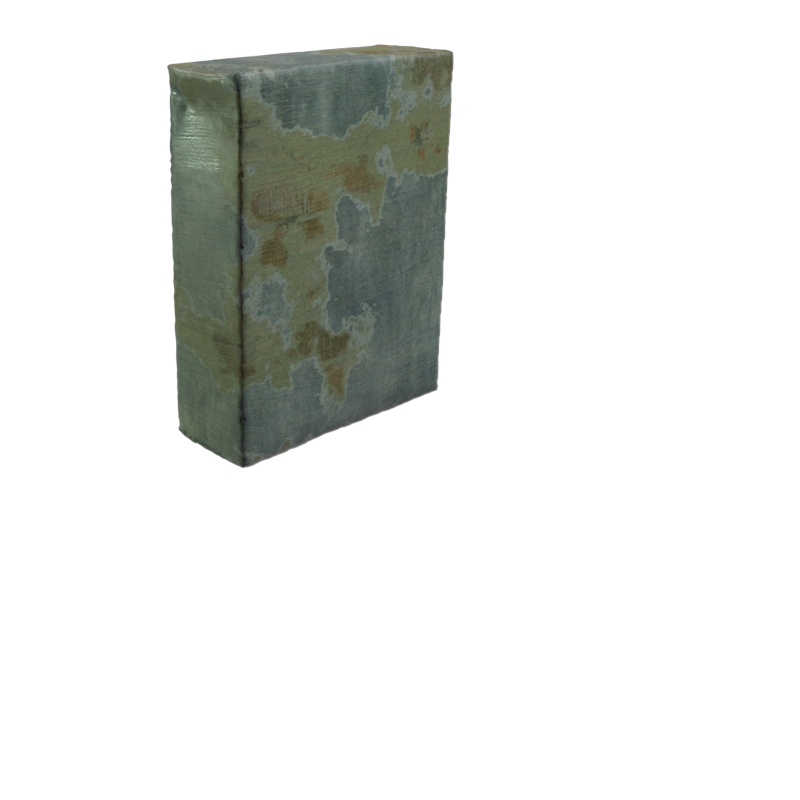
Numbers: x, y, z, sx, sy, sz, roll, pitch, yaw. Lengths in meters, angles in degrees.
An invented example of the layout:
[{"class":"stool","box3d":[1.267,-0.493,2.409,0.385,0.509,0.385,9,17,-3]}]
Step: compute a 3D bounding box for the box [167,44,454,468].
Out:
[{"class":"box","box3d":[-0.050,-0.091,0.638,0.076,0.206,0.161,16,24,41]}]
